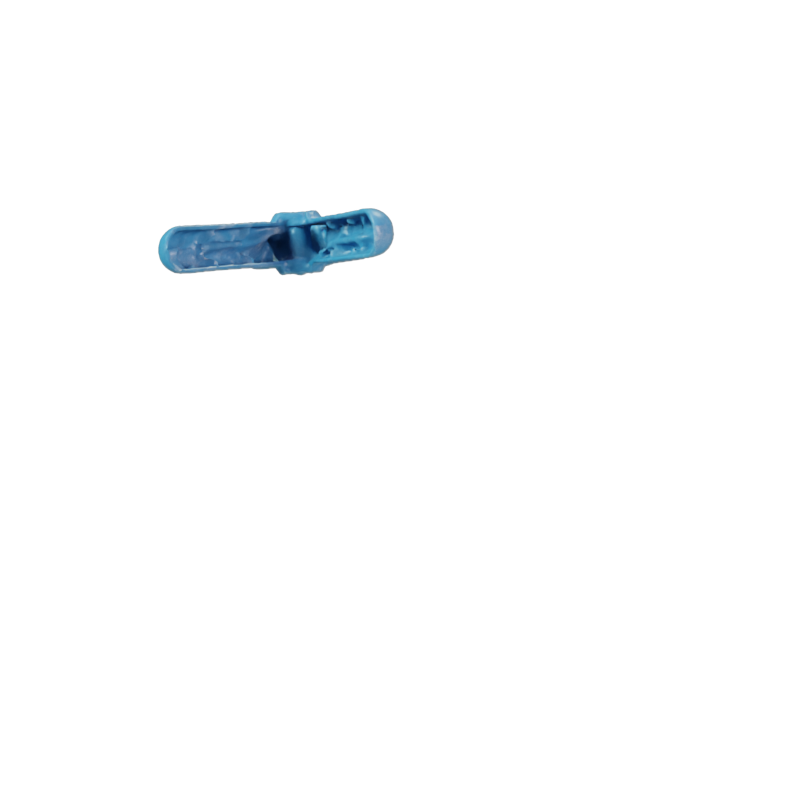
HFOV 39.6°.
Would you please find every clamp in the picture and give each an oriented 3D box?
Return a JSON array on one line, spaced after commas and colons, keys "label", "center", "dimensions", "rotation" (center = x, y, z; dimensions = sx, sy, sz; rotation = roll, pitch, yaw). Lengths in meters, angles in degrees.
[{"label": "clamp", "center": [-0.049, -0.089, 0.625], "dimensions": [0.123, 0.039, 0.170], "rotation": [3, 10, 15]}]
